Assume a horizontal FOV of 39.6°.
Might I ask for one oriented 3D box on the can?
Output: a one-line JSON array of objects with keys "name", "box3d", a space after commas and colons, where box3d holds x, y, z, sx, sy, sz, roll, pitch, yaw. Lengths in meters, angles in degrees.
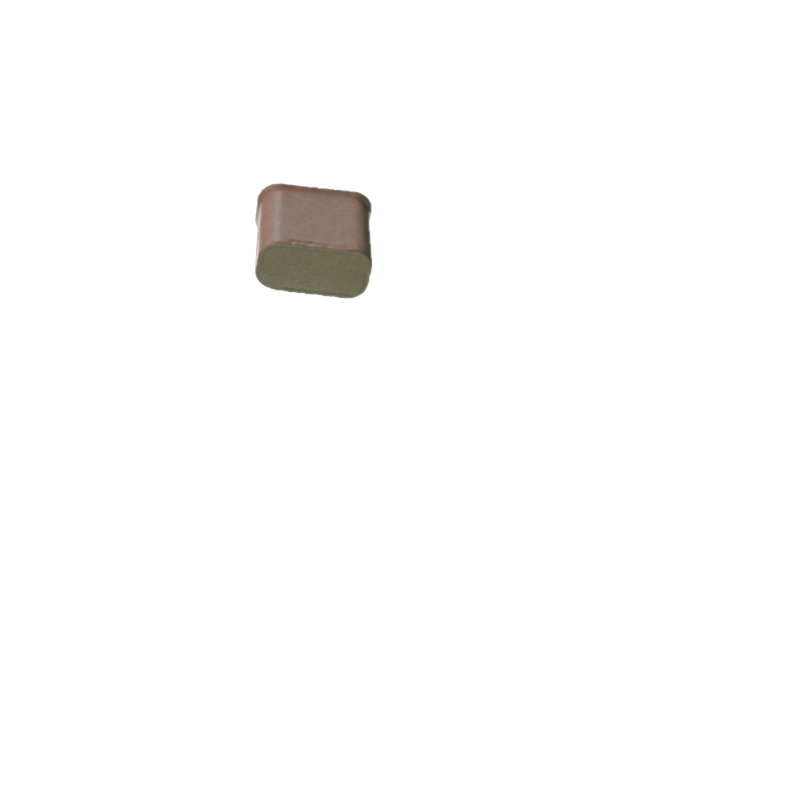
[{"name": "can", "box3d": [-0.075, -0.136, 0.954, 0.101, 0.054, 0.090, 5, 41, -7]}]
